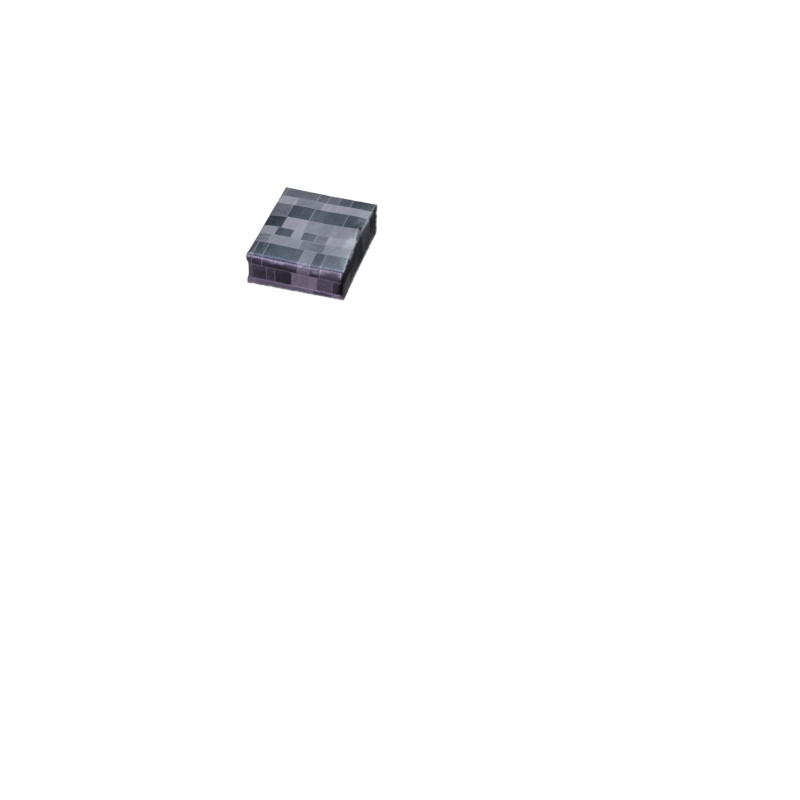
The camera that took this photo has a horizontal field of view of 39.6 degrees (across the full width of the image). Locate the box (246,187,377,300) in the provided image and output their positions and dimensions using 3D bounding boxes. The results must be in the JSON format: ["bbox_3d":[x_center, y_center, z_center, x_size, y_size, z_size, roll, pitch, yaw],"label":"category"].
[{"bbox_3d":[-0.063,-0.115,0.805,0.075,0.028,0.093,11,43,12],"label":"box"}]
